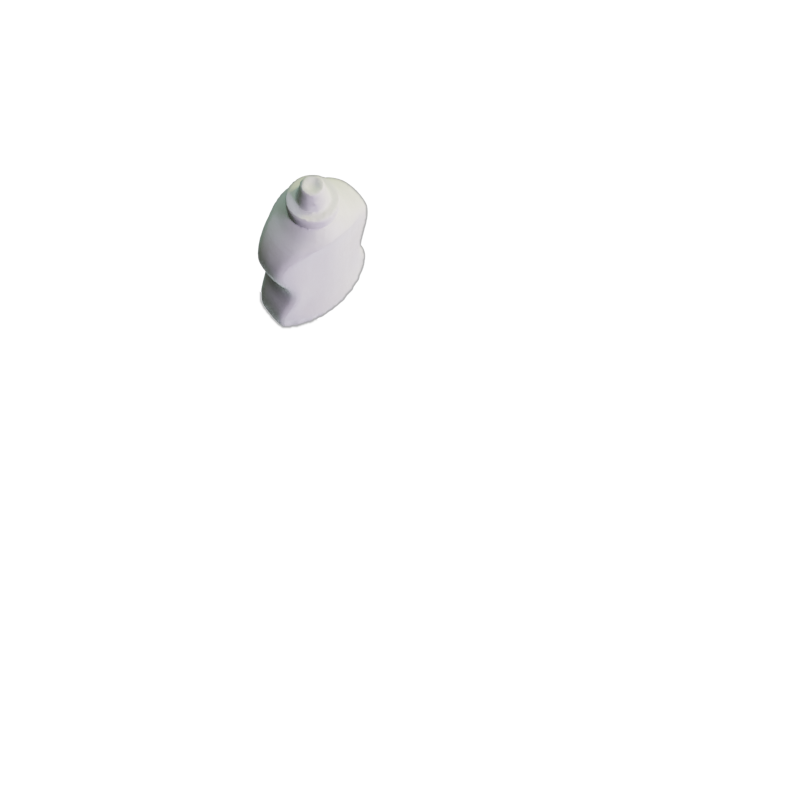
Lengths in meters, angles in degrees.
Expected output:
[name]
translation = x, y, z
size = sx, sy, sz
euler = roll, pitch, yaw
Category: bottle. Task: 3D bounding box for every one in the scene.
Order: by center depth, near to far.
[bottle]
translation = -0.070, -0.128, 0.892
size = 0.096, 0.061, 0.183
euler = -37, -12, -14
